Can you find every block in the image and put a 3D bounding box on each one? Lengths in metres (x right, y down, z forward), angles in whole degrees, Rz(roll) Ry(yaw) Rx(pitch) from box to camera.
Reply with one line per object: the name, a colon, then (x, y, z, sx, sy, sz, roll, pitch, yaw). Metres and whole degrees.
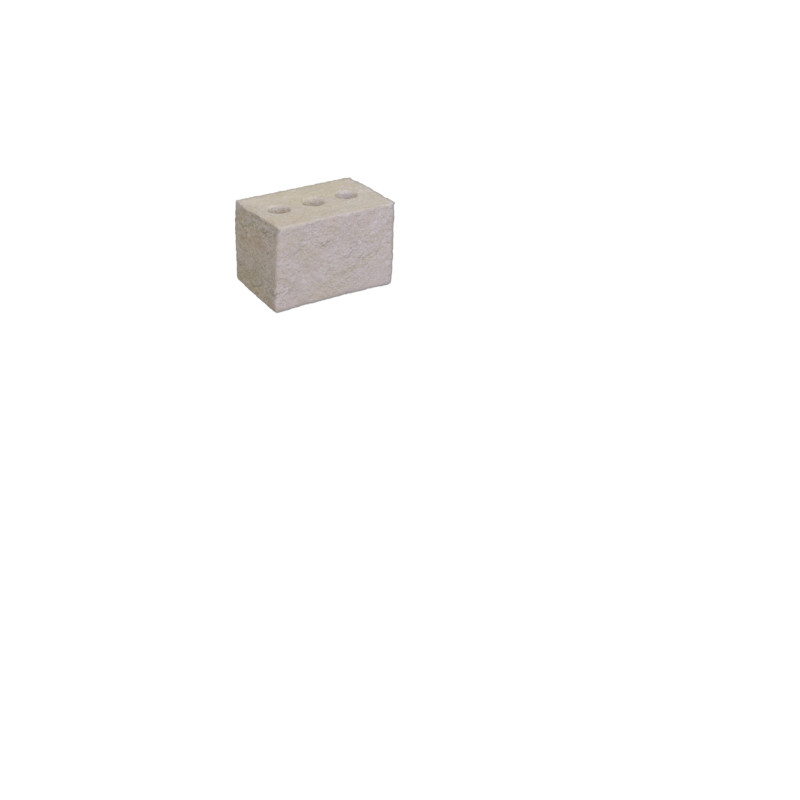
block: (-0.050, -0.091, 0.635, 0.077, 0.048, 0.057, -17, 33, -29)
